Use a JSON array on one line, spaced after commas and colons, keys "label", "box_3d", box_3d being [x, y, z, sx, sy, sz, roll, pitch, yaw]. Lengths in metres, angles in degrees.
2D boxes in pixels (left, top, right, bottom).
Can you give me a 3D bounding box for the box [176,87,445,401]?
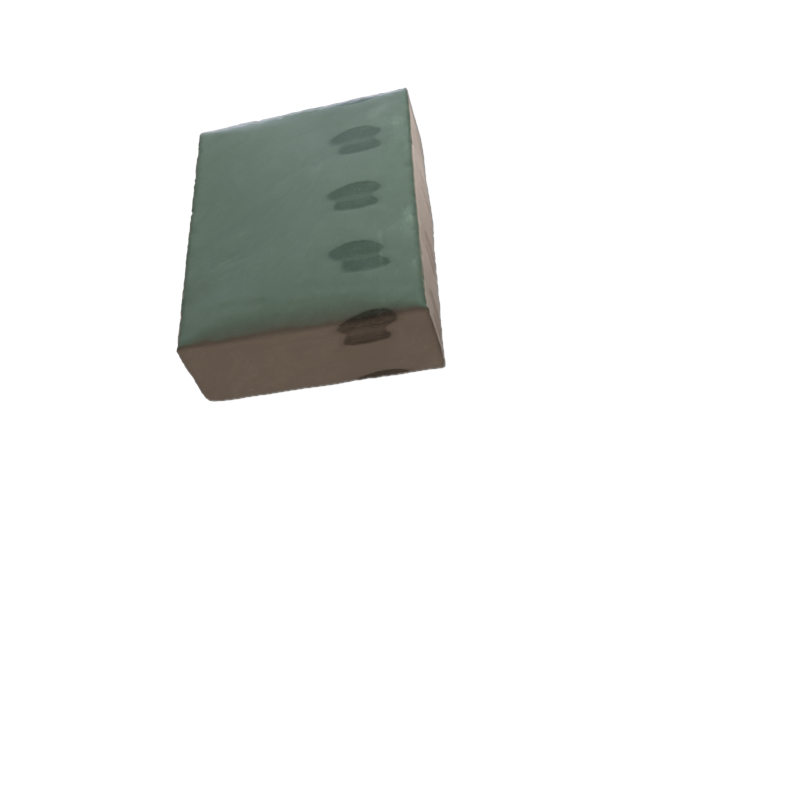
[{"label": "box", "box_3d": [-0.061, -0.111, 0.775, 0.165, 0.229, 0.066, -11, -41, 9]}]
